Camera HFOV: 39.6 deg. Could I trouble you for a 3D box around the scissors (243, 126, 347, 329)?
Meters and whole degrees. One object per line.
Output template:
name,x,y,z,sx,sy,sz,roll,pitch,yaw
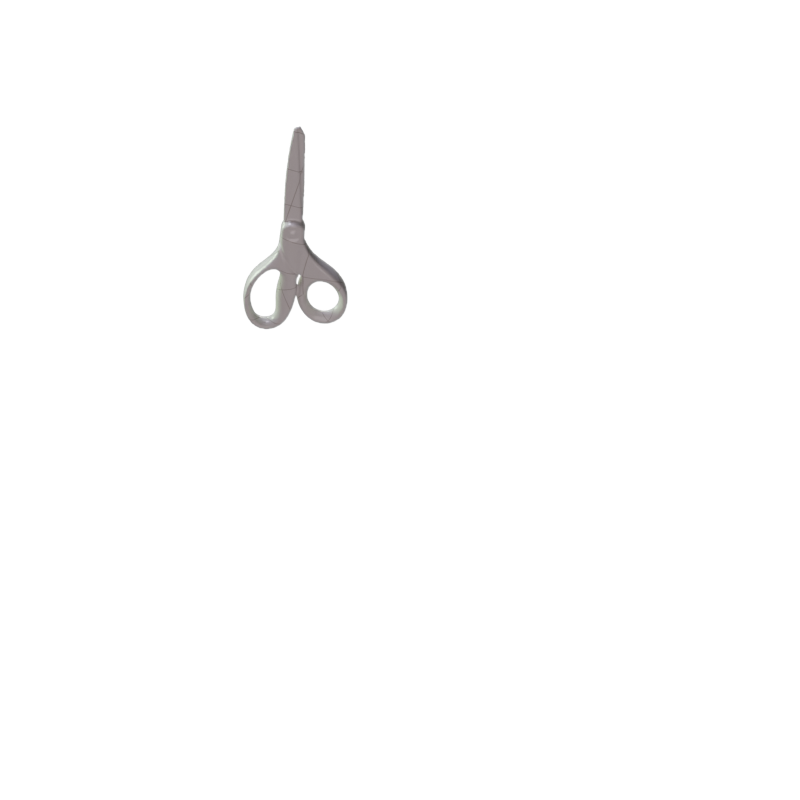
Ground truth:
scissors,-0.070,-0.128,0.893,0.094,0.017,0.193,16,-49,-15
